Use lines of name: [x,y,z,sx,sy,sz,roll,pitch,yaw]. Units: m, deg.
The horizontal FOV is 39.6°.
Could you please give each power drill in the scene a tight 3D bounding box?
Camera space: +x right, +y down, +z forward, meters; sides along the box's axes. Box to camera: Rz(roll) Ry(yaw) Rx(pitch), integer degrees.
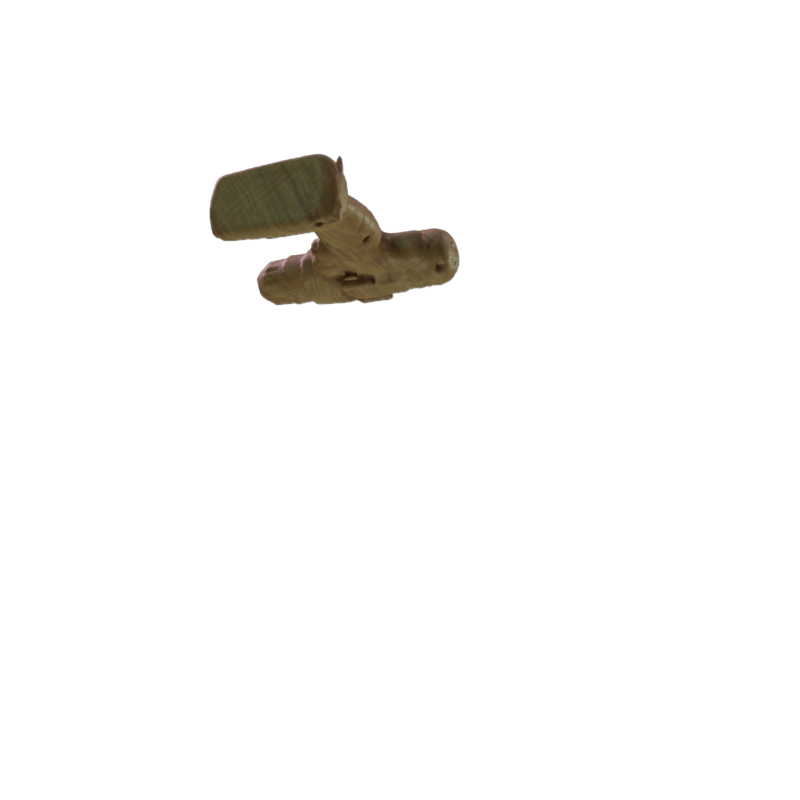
power drill: [-0.069,-0.125,0.877,0.188,0.060,0.176,-8,-17,27]
